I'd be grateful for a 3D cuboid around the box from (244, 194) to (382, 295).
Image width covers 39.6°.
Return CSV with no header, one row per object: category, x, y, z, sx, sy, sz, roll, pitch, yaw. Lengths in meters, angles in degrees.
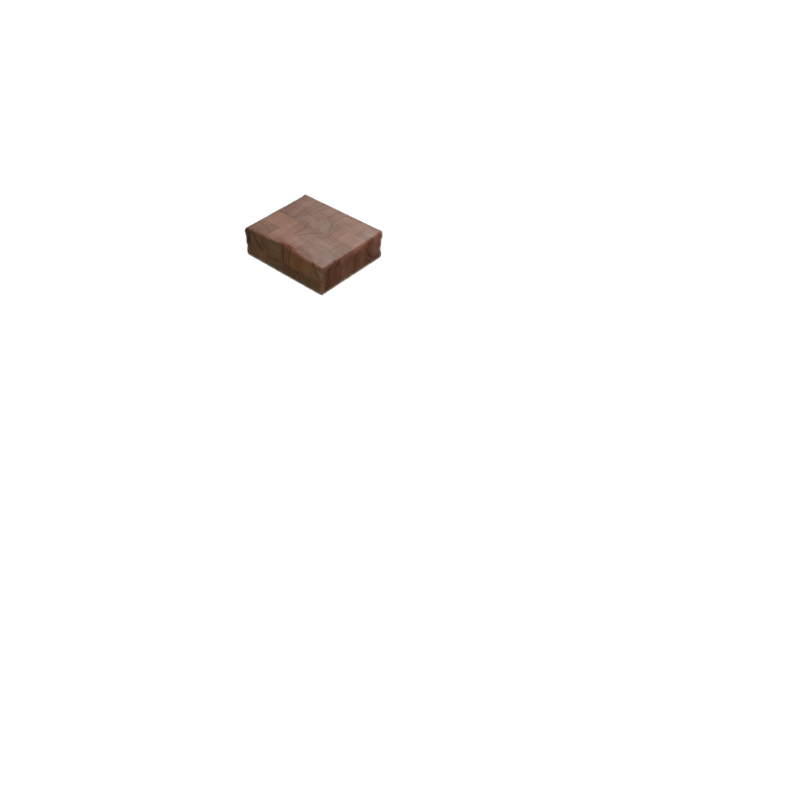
box,-0.071,-0.130,0.910,0.095,0.028,0.073,30,48,31
